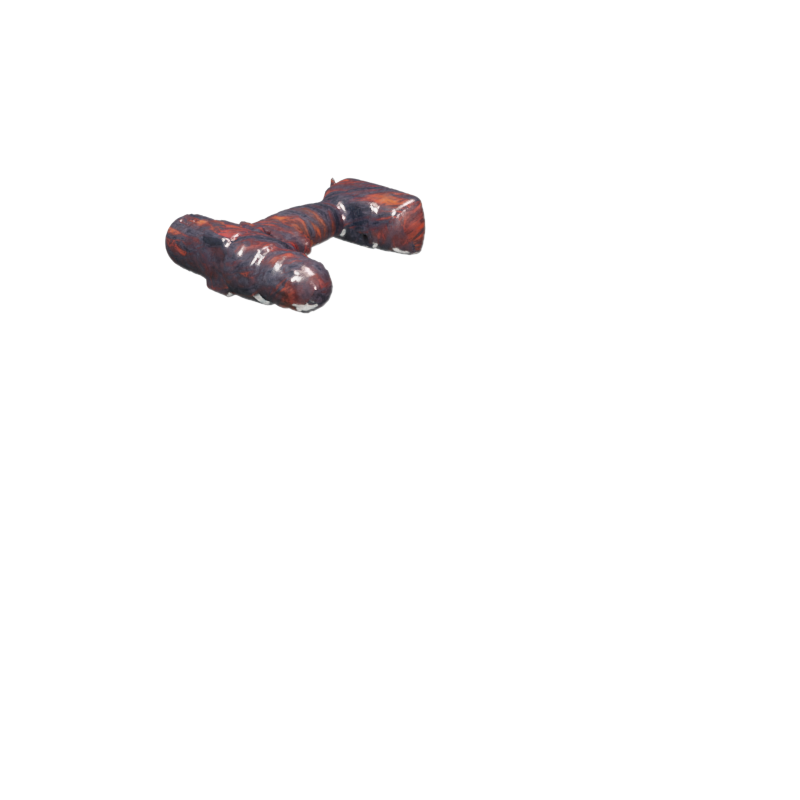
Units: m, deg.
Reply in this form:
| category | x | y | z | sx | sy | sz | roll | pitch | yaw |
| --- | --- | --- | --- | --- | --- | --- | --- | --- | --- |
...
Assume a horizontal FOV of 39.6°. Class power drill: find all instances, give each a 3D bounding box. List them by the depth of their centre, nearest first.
| category | x | y | z | sx | sy | sz | roll | pitch | yaw |
| --- | --- | --- | --- | --- | --- | --- | --- | --- | --- |
| power drill | -0.070 | -0.128 | 0.896 | 0.185 | 0.055 | 0.196 | -21 | 32 | -37 |
